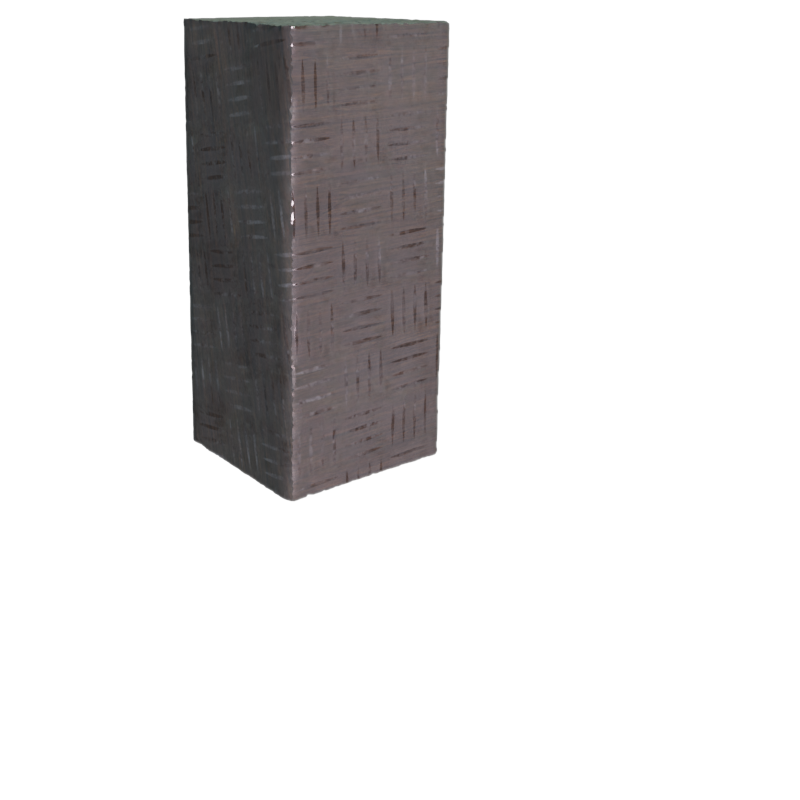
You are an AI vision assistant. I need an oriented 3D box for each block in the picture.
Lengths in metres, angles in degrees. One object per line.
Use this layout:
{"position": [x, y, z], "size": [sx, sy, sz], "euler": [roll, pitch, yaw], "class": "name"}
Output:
{"position": [-0.041, -0.075, 0.523], "size": [0.088, 0.199, 0.096], "euler": [-11, 19, -38], "class": "block"}
